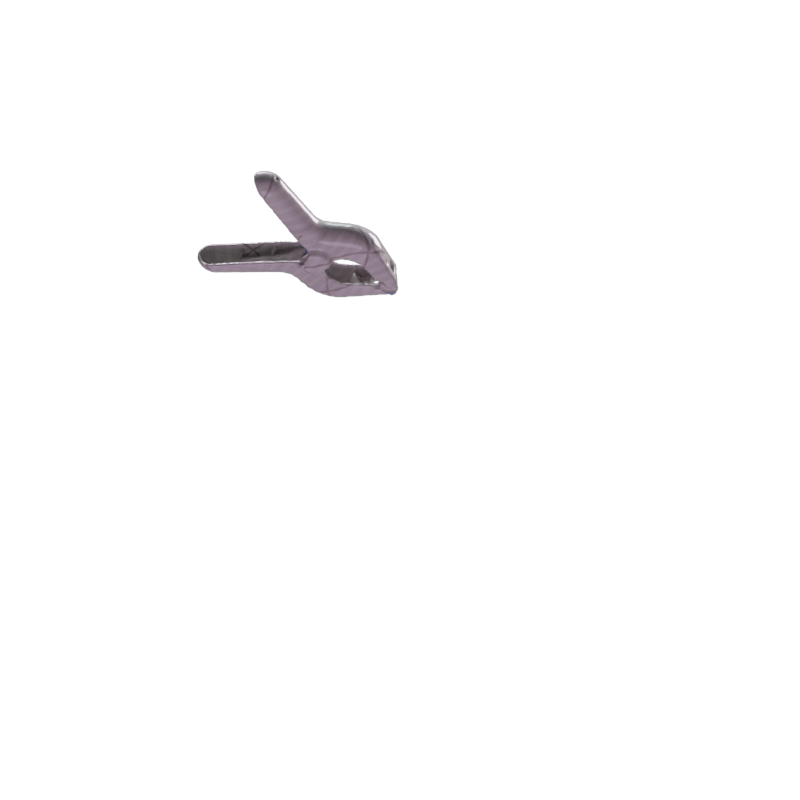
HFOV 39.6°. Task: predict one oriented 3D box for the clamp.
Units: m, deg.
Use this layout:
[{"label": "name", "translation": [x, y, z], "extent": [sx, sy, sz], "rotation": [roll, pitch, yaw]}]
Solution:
[{"label": "clamp", "translation": [-0.073, -0.132, 0.926], "extent": [0.166, 0.042, 0.116], "rotation": [11, -32, -18]}]
